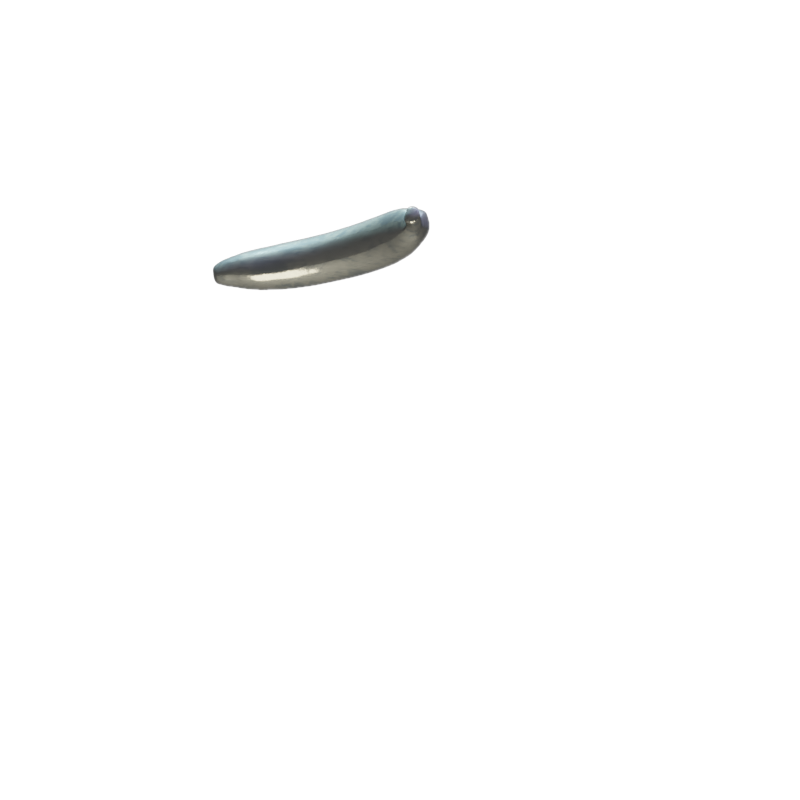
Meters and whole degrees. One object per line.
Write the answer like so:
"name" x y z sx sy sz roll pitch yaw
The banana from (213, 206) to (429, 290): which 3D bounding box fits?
"banana" -0.051 -0.115 0.836 0.201 0.038 0.065 -13 -22 35
